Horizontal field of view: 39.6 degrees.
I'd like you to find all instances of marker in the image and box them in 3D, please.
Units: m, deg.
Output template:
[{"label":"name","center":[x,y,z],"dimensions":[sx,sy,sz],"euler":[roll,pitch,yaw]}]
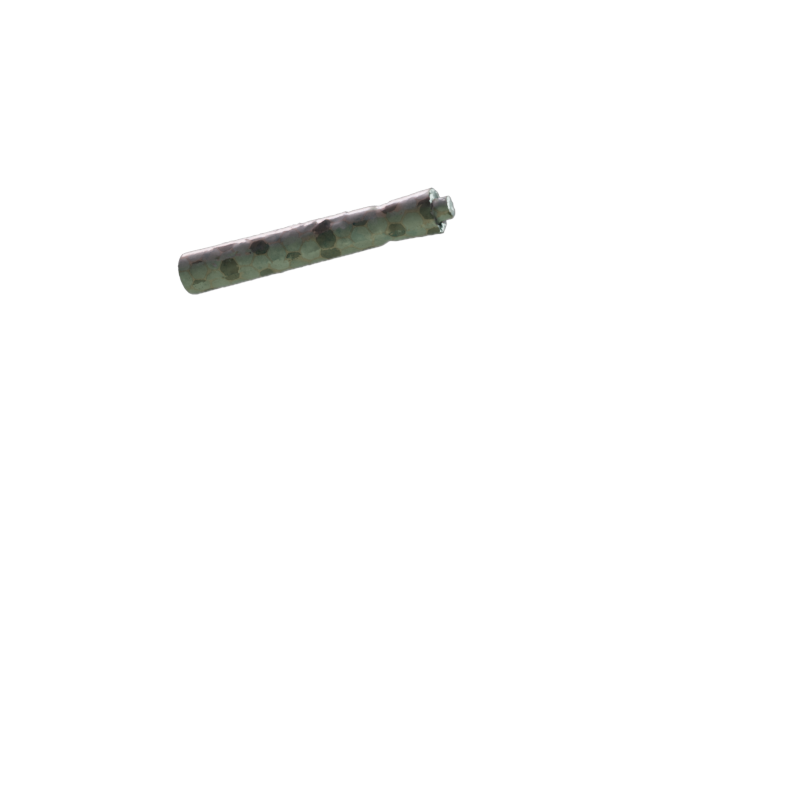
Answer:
[{"label":"marker","center":[-0.036,-0.065,0.458],"dimensions":[0.123,0.020,0.019],"euler":[-11,0,22]}]
